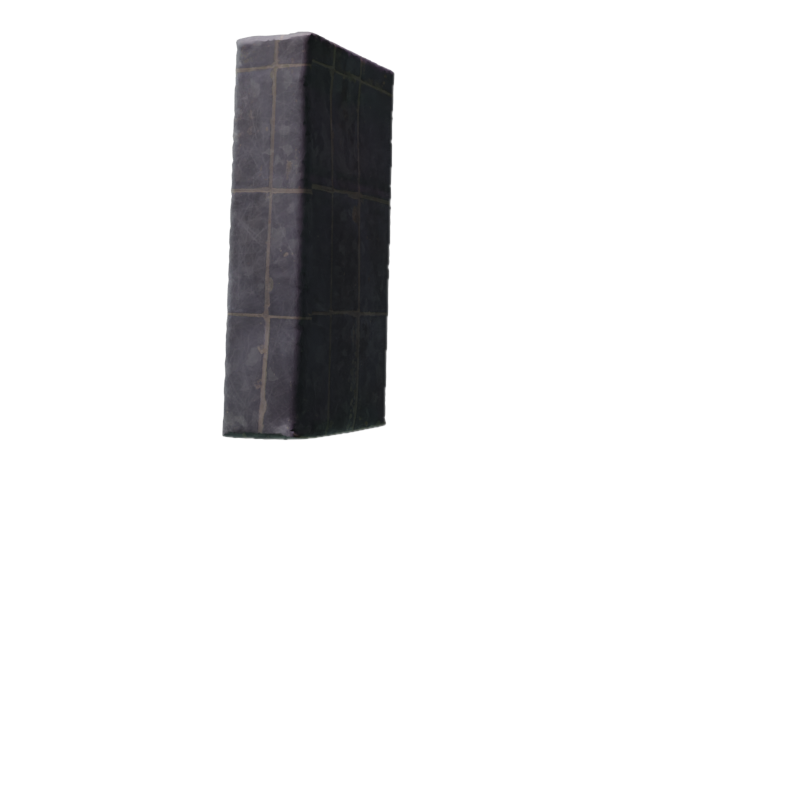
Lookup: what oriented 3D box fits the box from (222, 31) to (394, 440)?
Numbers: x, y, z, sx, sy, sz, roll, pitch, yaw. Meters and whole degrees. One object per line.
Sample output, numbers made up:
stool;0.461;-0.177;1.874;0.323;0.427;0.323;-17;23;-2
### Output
box;-0.041;-0.074;0.515;0.049;0.178;0.090;-2;-3;25
